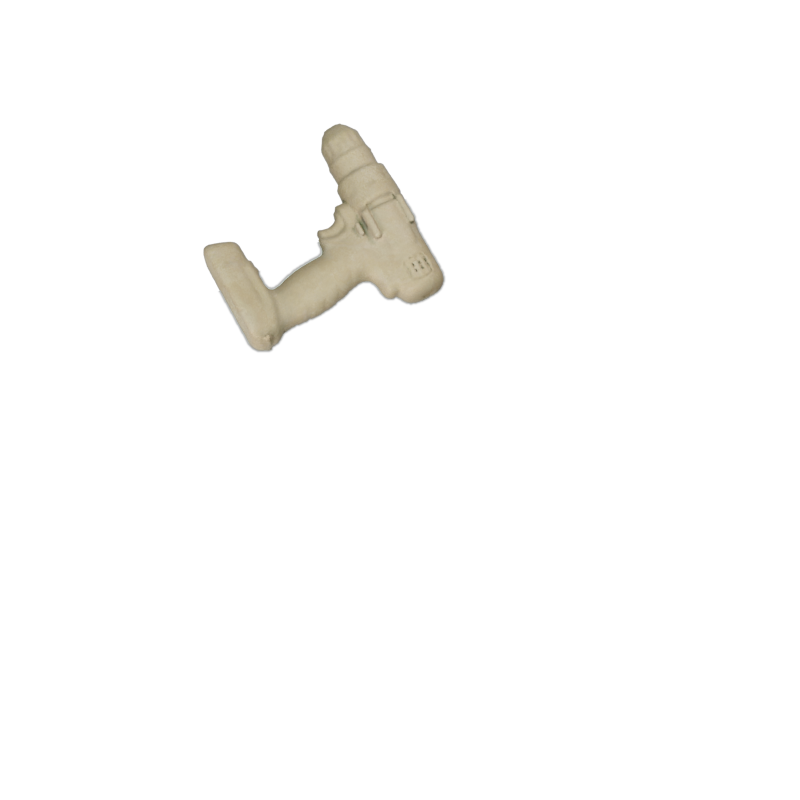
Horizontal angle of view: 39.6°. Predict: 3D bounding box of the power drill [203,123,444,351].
[{"bbox_3d":[-0.078,-0.142,0.996,0.187,0.193,0.055,-27,-17,-9],"label":"power drill"}]
